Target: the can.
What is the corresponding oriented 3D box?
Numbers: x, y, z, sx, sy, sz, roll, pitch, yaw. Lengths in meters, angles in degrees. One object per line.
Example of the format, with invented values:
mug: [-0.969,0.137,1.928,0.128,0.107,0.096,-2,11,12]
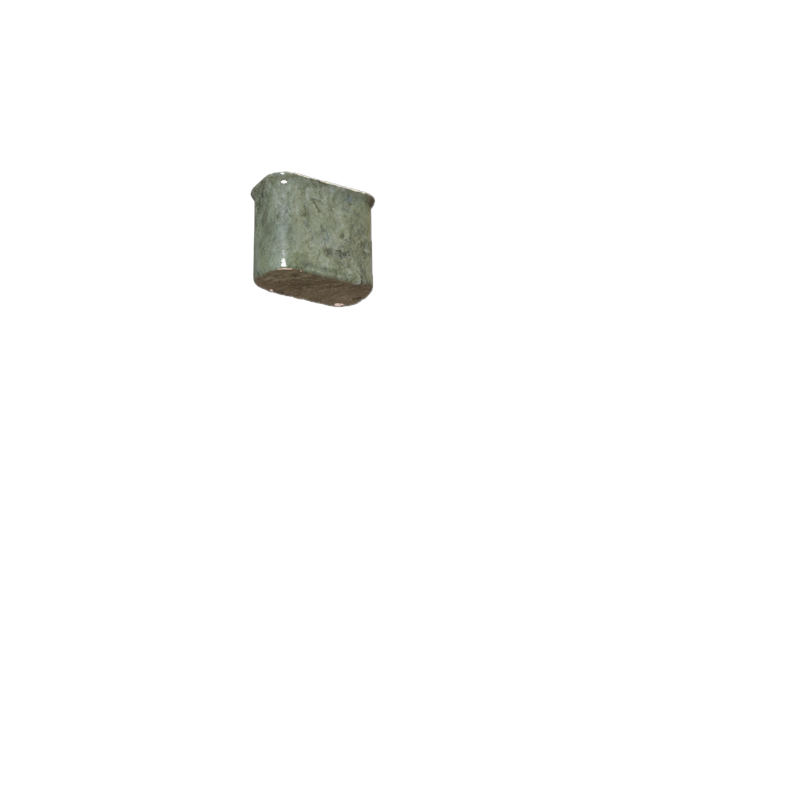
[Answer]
can: [-0.070,-0.128,0.899,0.097,0.088,0.057,12,-26,-29]
